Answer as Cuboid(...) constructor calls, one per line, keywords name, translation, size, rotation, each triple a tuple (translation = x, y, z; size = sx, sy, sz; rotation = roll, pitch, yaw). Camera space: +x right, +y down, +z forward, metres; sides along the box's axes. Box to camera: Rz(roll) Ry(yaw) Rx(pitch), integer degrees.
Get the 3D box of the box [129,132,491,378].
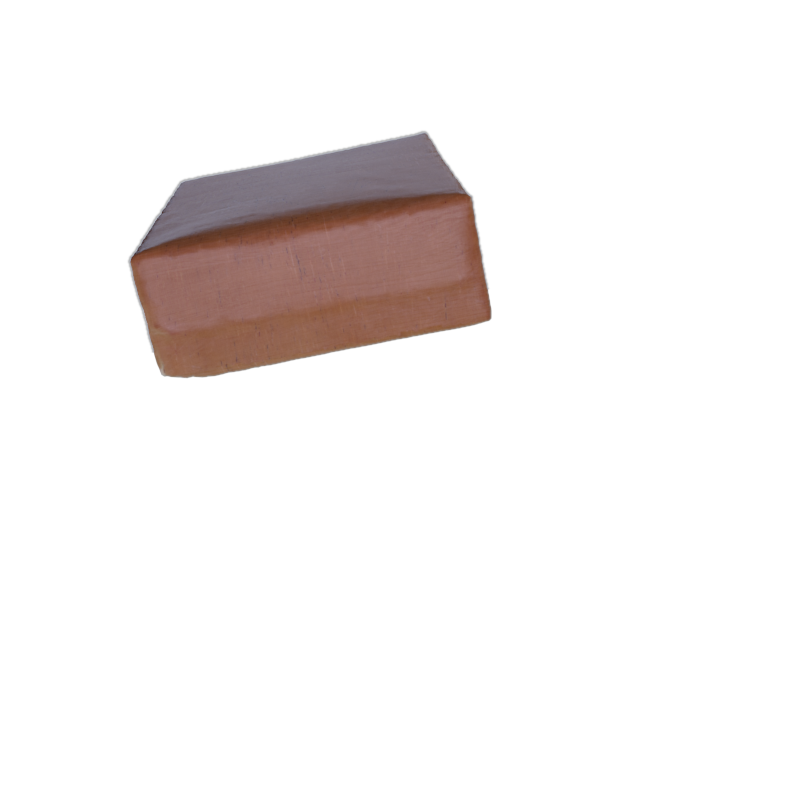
Cuboid(name="box", translation=(-0.048, -0.088, 0.619), size=(0.164, 0.069, 0.222), rotation=(-11, 20, 1))
